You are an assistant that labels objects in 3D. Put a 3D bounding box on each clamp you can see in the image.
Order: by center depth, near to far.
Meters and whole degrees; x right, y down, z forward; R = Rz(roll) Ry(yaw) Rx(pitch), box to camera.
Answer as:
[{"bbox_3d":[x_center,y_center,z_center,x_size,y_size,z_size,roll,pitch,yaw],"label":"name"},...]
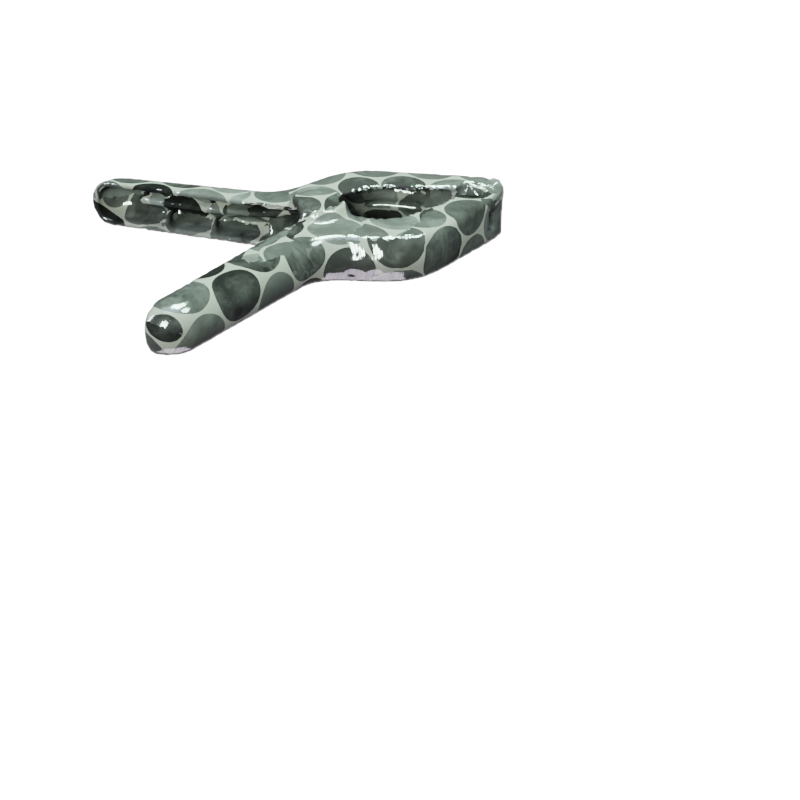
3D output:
[{"bbox_3d":[-0.043,-0.078,0.545,0.207,0.034,0.177,-7,33,-11],"label":"clamp"}]
